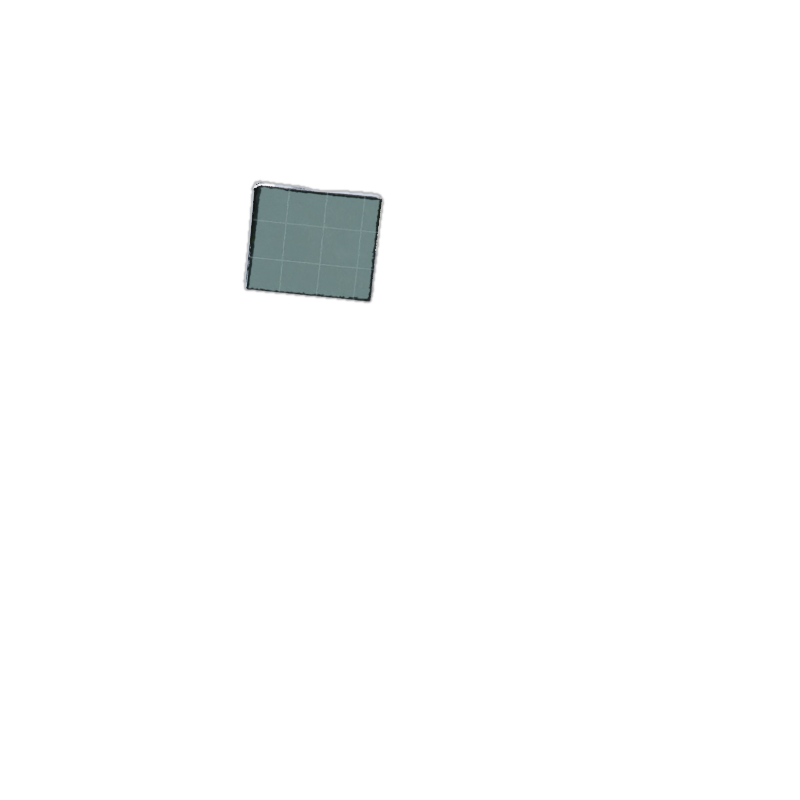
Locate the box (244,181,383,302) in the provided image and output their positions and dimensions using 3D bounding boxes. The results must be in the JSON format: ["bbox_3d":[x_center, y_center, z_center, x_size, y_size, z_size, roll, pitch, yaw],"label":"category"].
[{"bbox_3d":[-0.060,-0.109,0.765,0.089,0.072,0.031,6,9,-1],"label":"box"}]
